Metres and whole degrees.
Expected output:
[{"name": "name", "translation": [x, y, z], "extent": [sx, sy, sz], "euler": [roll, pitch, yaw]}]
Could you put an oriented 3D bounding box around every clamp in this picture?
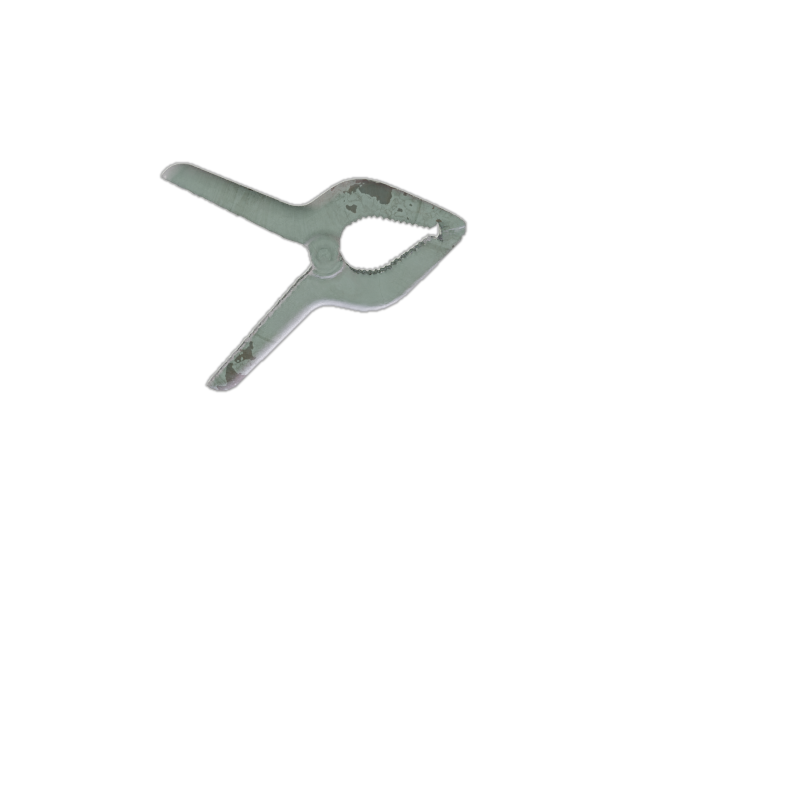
[{"name": "clamp", "translation": [-0.061, -0.112, 0.782], "extent": [0.210, 0.161, 0.037], "euler": [-18, 8, 2]}]
